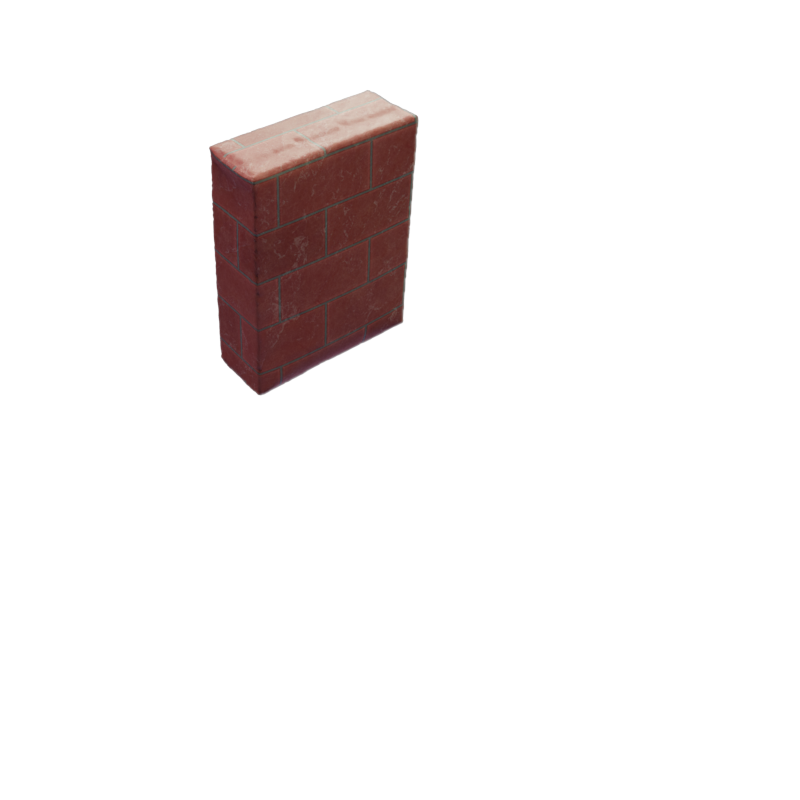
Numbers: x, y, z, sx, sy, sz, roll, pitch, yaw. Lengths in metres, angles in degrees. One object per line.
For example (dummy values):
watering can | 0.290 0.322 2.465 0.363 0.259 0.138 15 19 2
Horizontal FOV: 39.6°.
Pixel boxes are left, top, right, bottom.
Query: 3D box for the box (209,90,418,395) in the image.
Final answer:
box | -0.072 -0.131 0.921 0.163 0.200 0.077 -27 46 -32
